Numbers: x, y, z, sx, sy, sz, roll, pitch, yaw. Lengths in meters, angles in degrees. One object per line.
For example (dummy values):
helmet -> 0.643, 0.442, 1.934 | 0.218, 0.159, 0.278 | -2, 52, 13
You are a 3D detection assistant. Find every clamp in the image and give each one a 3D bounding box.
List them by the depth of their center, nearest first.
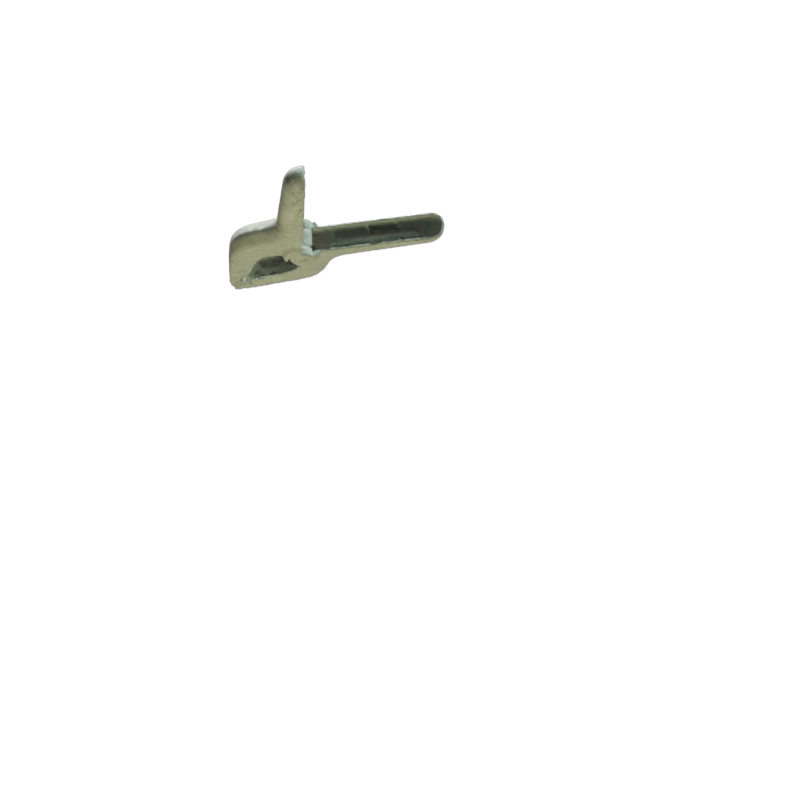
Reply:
clamp -> -0.076, -0.139, 0.976 | 0.157, 0.038, 0.210 | 12, -21, -33
